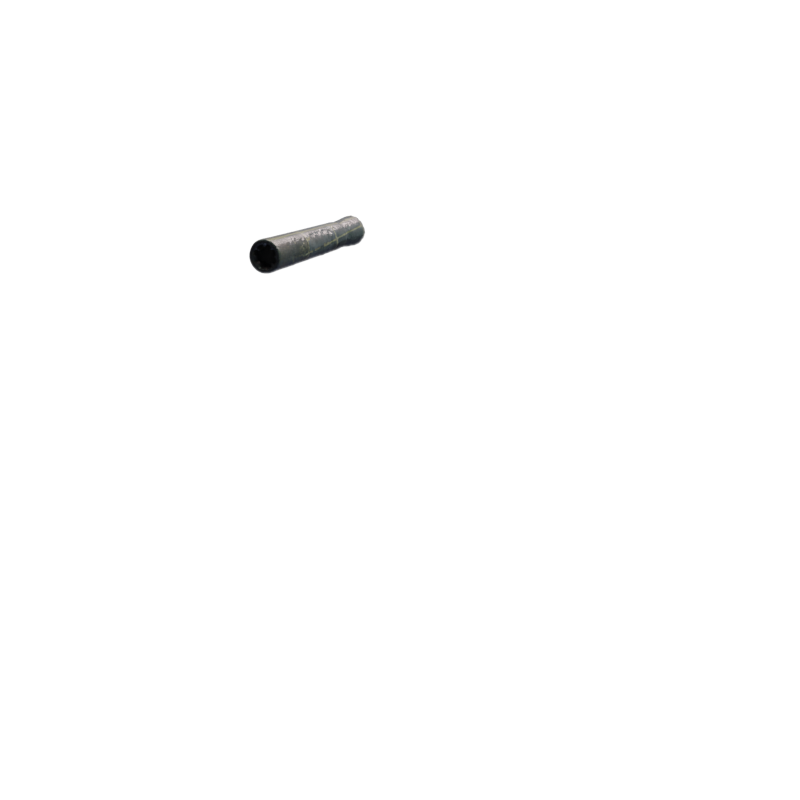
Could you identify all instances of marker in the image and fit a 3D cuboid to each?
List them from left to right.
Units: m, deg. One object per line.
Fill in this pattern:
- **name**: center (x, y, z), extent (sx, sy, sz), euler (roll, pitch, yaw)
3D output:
- **marker**: center (-0.050, -0.091, 0.640), extent (0.020, 0.019, 0.120), euler (1, 15, 22)
